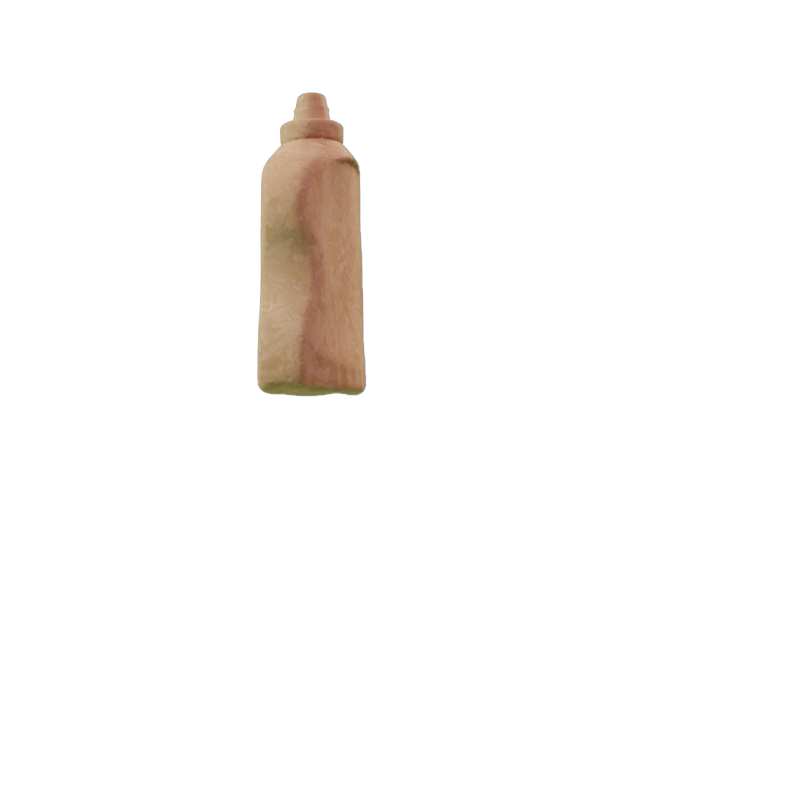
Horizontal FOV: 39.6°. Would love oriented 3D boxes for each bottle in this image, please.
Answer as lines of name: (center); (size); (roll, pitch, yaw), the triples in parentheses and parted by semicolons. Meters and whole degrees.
bottle: (-0.055, -0.100, 0.700); (0.060, 0.196, 0.092); (-4, -9, 23)
